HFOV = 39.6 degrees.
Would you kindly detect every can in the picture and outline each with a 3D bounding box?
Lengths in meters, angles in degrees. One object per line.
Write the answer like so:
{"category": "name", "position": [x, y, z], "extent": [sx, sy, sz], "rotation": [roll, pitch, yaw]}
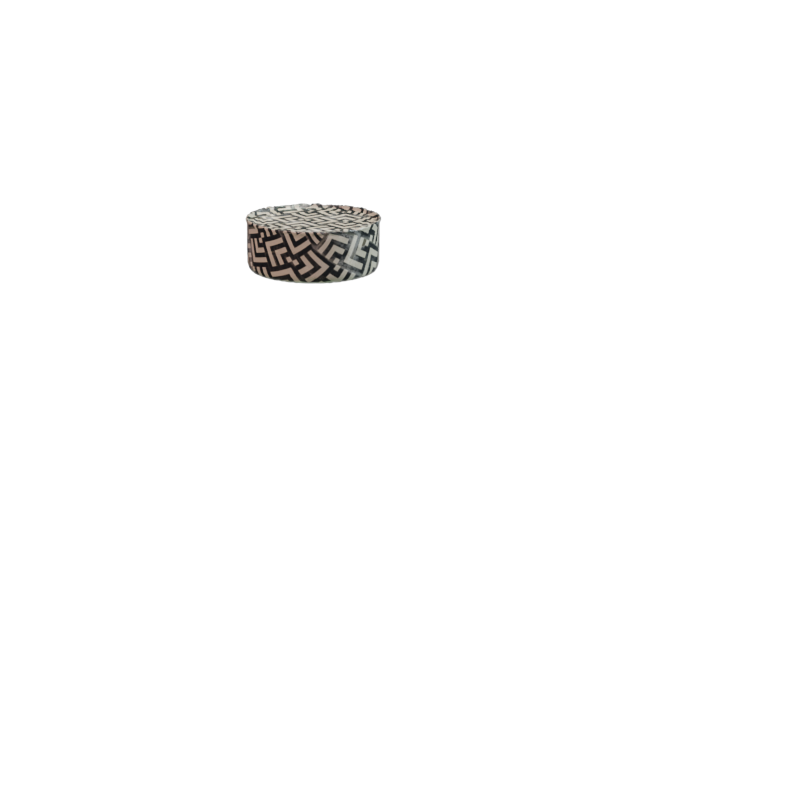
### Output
{"category": "can", "position": [-0.055, -0.101, 0.707], "extent": [0.086, 0.032, 0.089], "rotation": [-1, 20, -2]}
